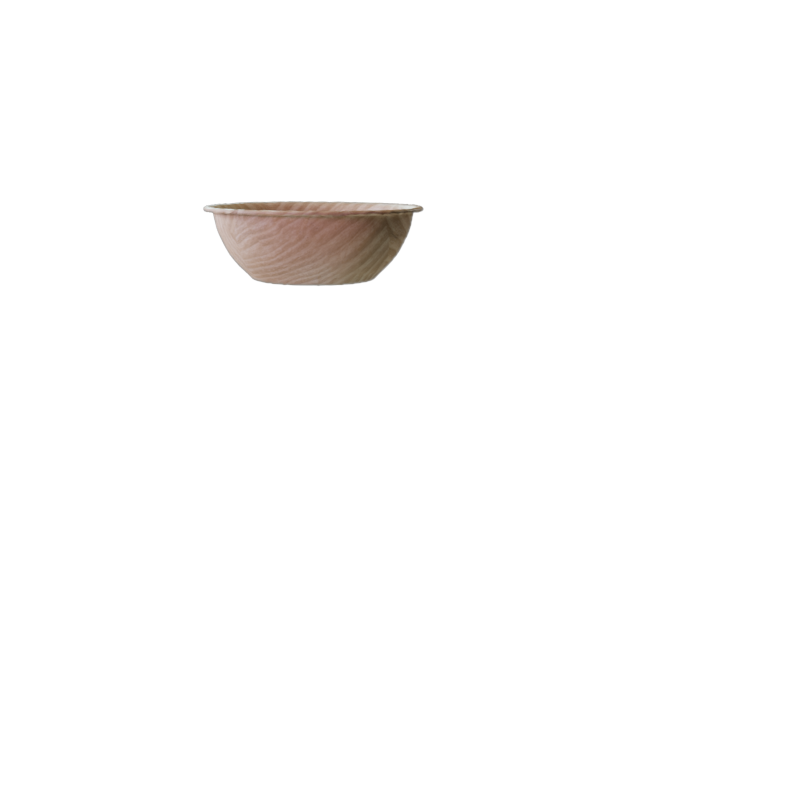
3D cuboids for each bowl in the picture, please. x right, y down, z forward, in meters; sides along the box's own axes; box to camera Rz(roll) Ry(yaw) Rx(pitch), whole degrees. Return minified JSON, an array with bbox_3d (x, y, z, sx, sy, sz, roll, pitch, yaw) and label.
[{"bbox_3d":[-0.064,-0.117,0.818,0.162,0.054,0.166,0,12,-2],"label":"bowl"}]
